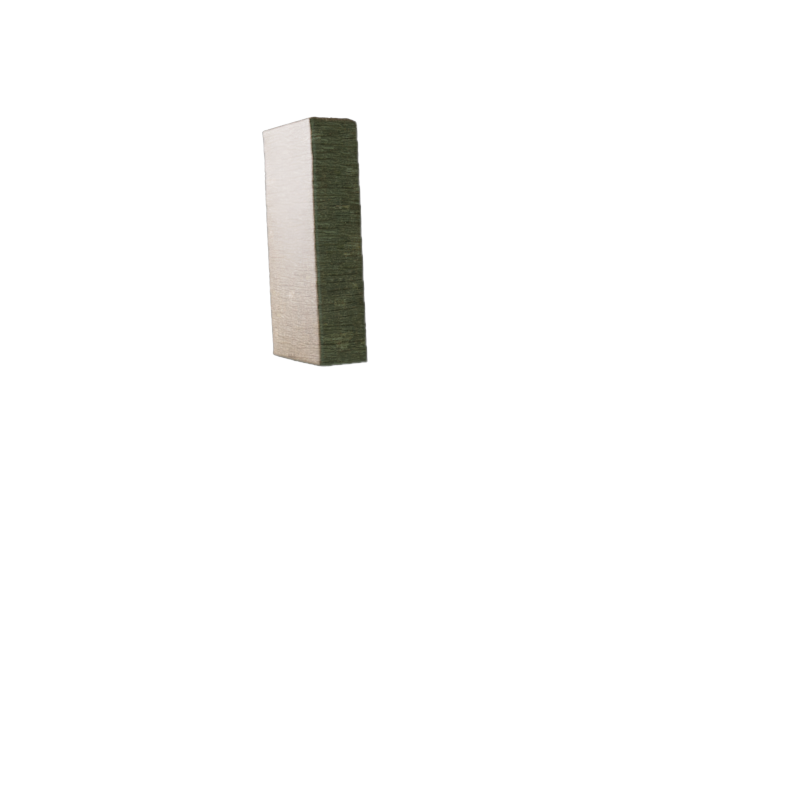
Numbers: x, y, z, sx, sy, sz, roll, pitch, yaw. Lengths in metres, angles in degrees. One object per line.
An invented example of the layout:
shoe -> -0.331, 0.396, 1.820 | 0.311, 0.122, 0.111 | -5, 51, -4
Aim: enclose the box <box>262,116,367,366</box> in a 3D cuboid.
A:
box -> -0.064, -0.117, 0.823 | 0.046, 0.176, 0.096 | 0, 1, -28
